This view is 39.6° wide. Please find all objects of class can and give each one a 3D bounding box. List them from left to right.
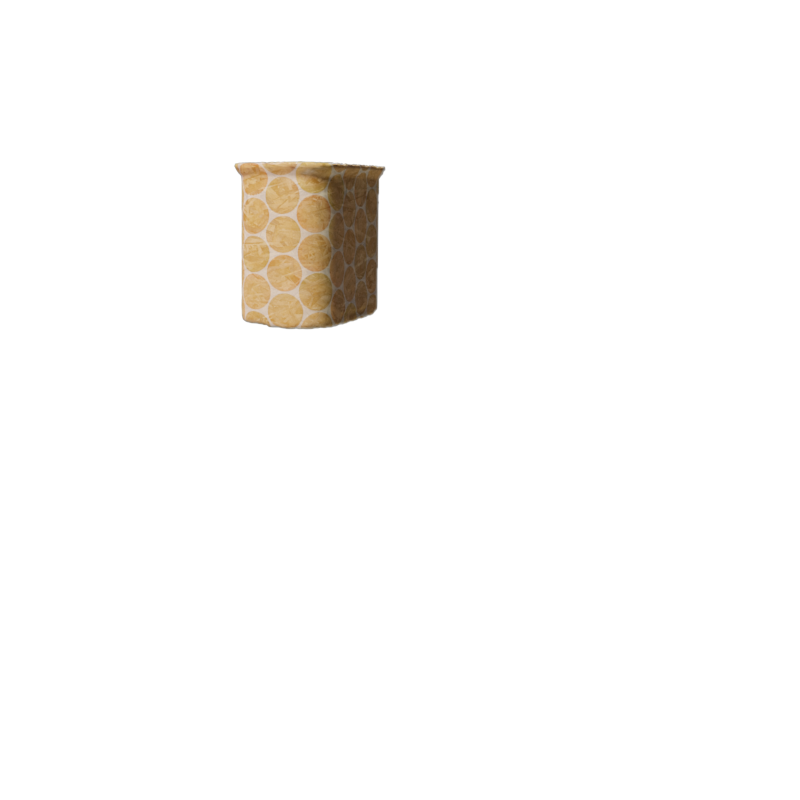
[{"bbox_3d":[-0.047,-0.085,0.598,0.059,0.083,0.100,2,8,20],"label":"can"}]
